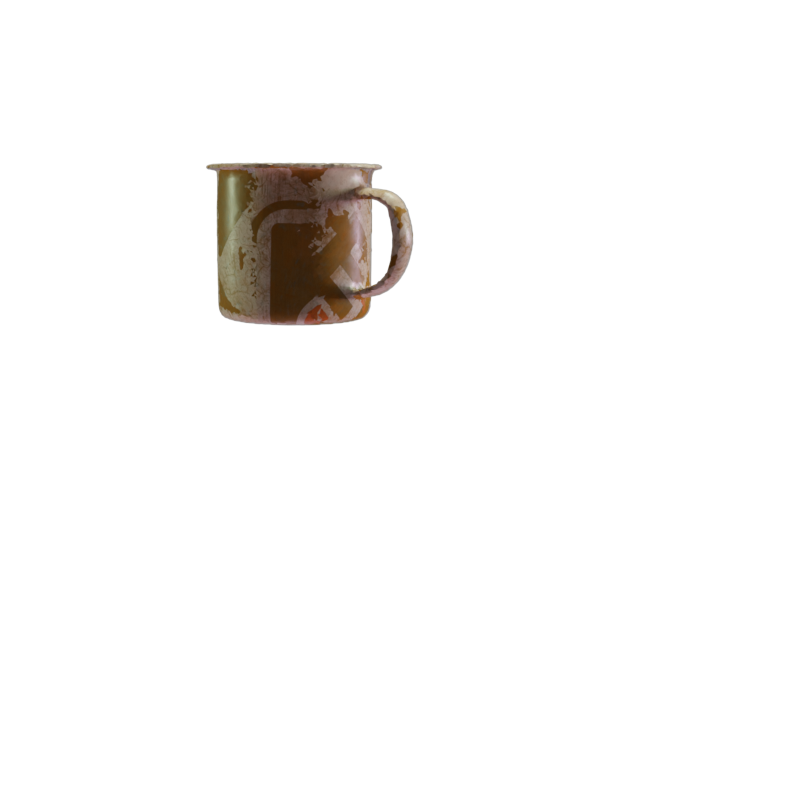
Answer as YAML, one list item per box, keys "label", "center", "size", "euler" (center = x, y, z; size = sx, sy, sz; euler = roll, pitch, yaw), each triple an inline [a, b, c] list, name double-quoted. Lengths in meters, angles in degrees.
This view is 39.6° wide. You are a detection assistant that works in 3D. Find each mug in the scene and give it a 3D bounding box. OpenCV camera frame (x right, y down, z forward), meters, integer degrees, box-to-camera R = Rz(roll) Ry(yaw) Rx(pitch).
- label: "mug"
  center: [-0.046, -0.083, 0.582]
  size: [0.122, 0.081, 0.091]
  euler: [5, 9, 31]
